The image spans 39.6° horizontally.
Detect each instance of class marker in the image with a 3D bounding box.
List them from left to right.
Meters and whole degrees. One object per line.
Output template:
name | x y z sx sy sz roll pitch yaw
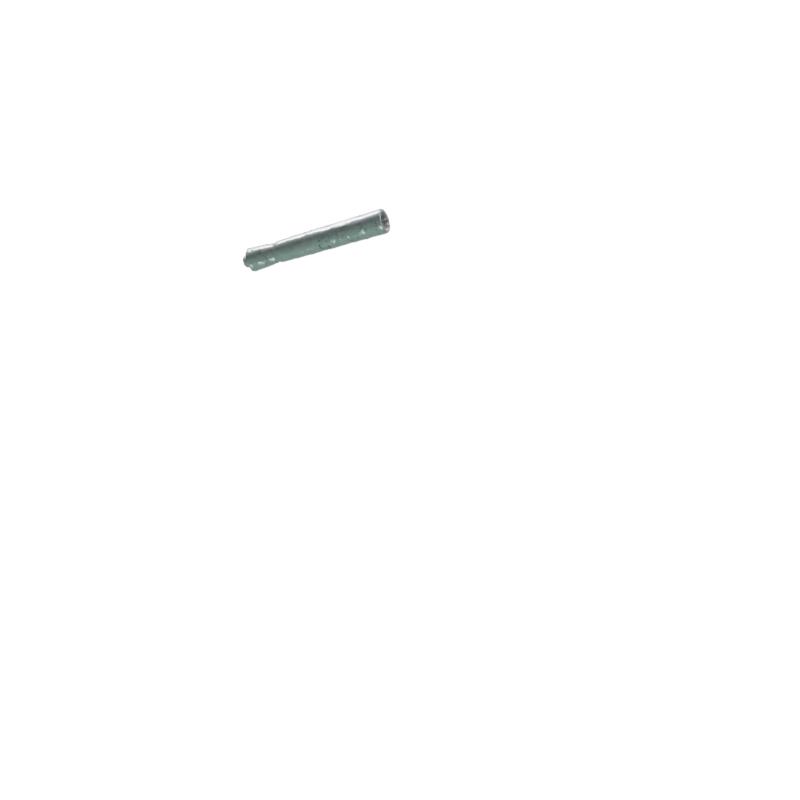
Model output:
marker | -0.066 -0.120 0.842 0.123 0.020 0.019 -13 -1 24
